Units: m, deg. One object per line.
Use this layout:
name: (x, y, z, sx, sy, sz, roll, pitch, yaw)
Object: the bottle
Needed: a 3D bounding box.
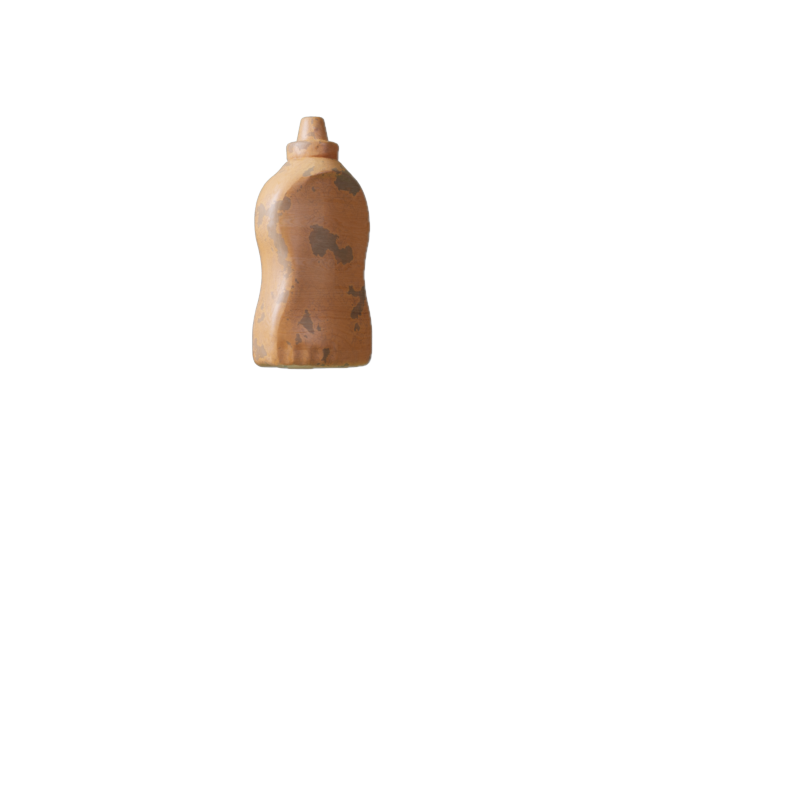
bottle: (-0.067, -0.121, 0.848, 0.092, 0.193, 0.060, 2, -4, -37)
